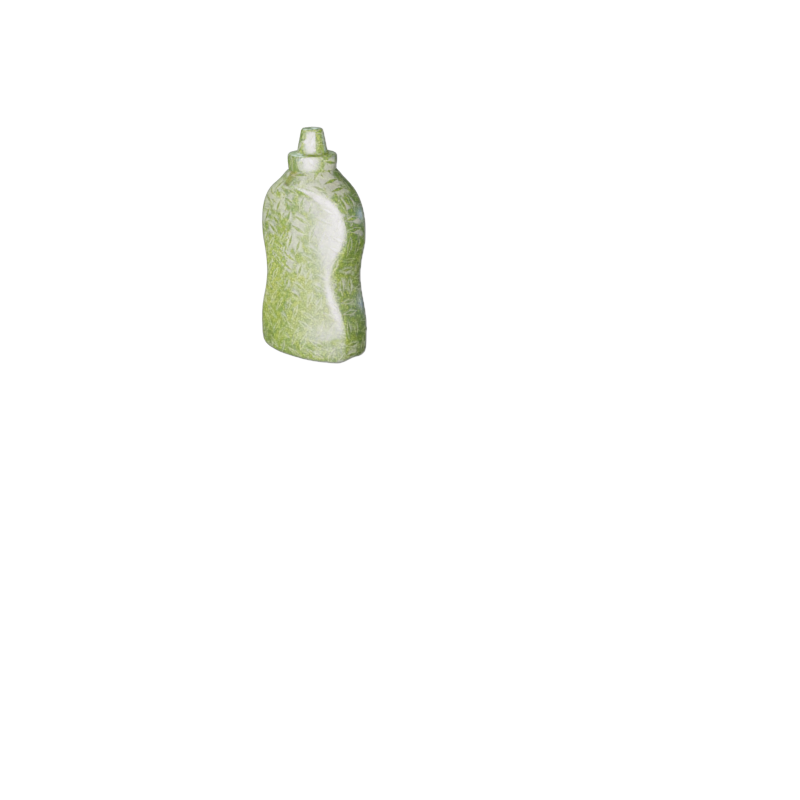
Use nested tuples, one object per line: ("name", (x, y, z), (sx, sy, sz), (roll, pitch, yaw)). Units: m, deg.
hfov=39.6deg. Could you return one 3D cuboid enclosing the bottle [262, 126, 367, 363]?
("bottle", (-0.073, -0.133, 0.929), (0.101, 0.185, 0.057), (14, 20, 39))
